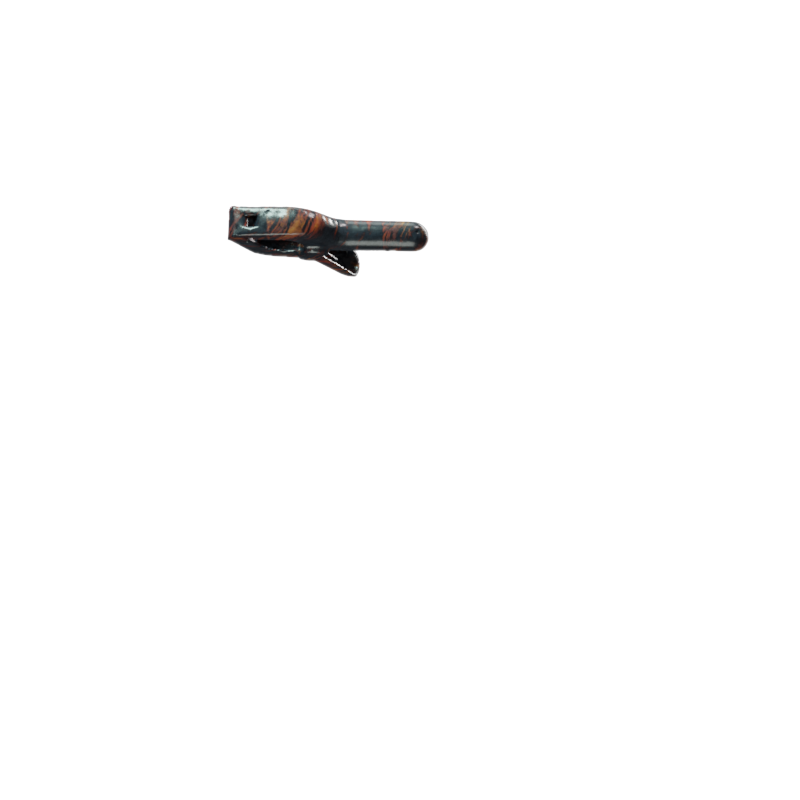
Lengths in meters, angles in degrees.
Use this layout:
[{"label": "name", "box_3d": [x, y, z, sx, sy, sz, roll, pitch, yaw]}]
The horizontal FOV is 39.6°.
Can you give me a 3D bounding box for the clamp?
[{"label": "clamp", "box_3d": [-0.076, -0.138, 0.967, 0.166, 0.041, 0.119, 7, -18, -23]}]
